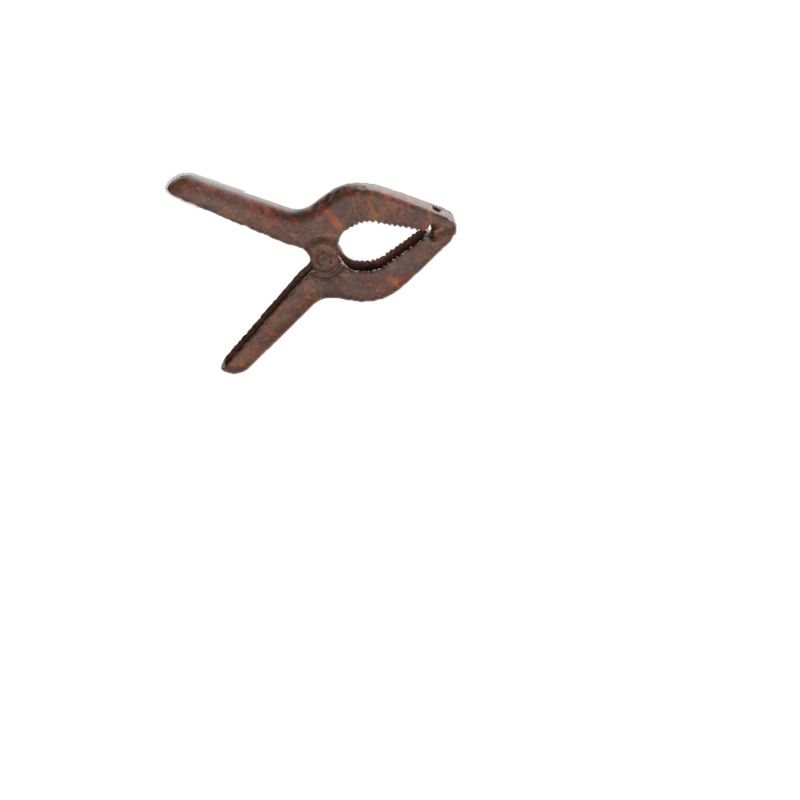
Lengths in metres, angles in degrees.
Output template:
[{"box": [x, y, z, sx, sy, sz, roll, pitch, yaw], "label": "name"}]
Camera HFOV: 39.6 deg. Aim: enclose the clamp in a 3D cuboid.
[{"box": [-0.065, -0.119, 0.834, 0.211, 0.156, 0.038, -18, 22, 7], "label": "clamp"}]
